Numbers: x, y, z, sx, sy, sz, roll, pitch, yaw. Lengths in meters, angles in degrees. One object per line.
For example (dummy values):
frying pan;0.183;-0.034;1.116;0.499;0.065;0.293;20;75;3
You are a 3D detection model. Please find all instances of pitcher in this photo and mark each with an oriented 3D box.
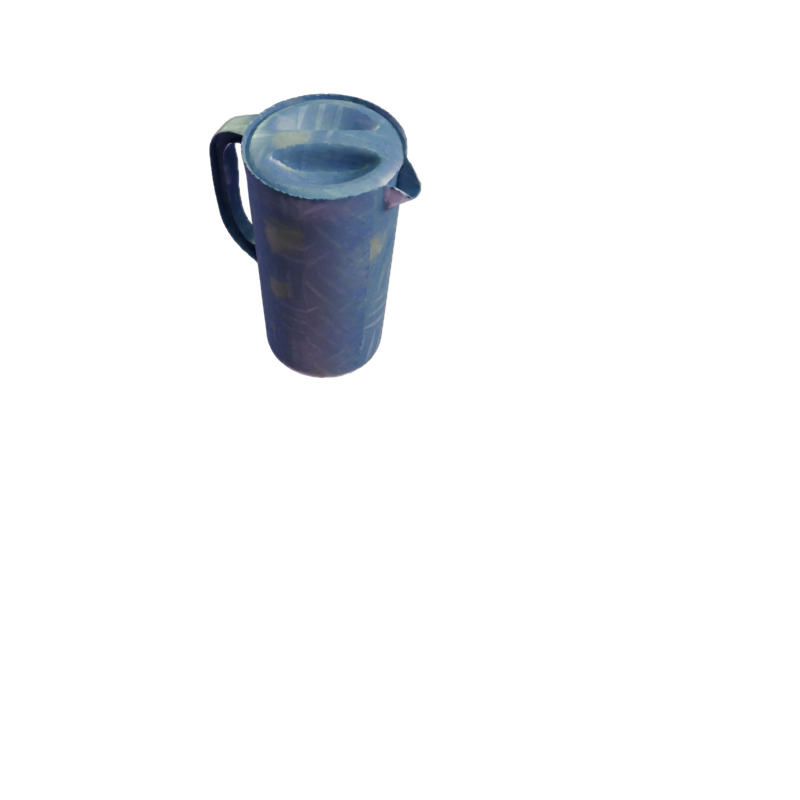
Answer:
pitcher;-0.075;-0.137;0.961;0.143;0.161;0.226;-14;-40;-15
